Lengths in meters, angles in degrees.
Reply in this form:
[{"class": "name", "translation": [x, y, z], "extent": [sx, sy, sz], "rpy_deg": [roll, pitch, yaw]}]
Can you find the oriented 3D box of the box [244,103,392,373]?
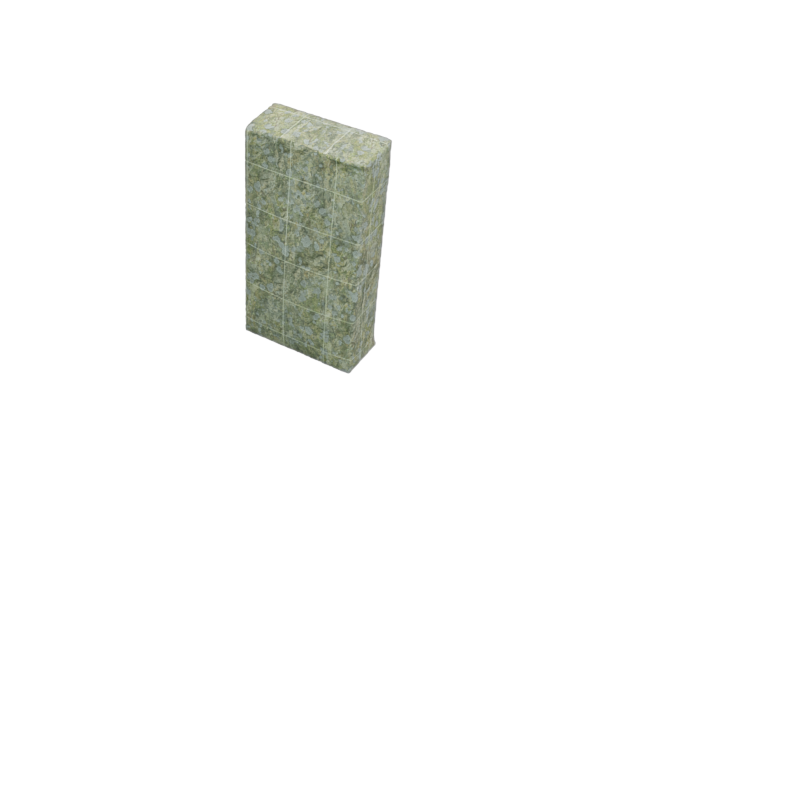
[{"class": "box", "translation": [-0.060, -0.109, 0.767], "extent": [0.097, 0.164, 0.049], "rpy_deg": [22, 44, 21]}]
